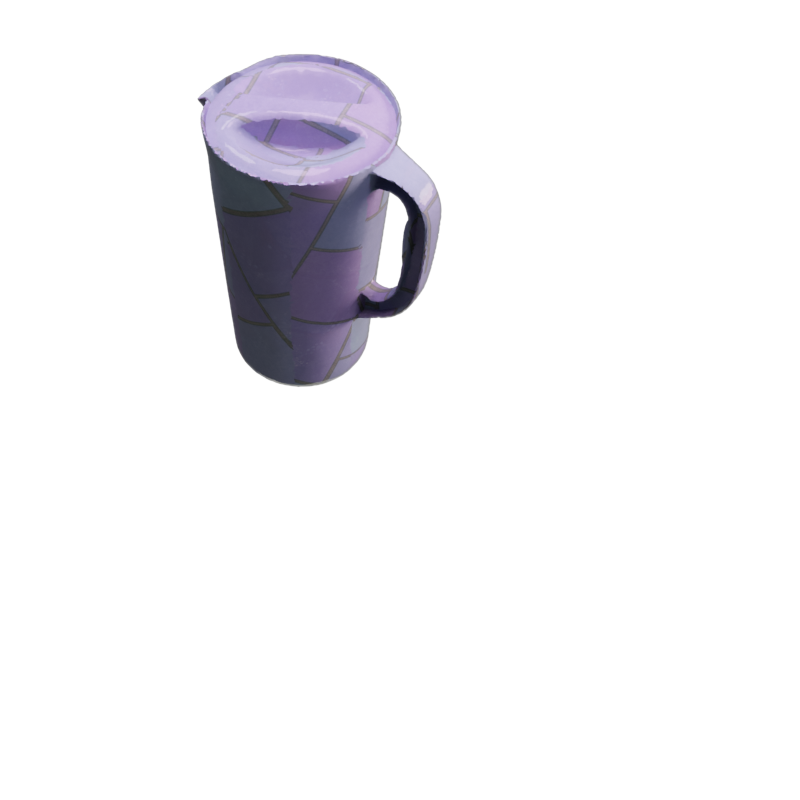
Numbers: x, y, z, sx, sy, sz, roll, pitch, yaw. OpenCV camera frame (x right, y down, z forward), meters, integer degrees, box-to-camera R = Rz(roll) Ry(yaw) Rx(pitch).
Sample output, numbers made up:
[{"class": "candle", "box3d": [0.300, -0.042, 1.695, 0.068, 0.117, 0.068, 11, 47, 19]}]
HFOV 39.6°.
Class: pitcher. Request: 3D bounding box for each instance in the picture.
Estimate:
[{"class": "pitcher", "box3d": [-0.063, -0.115, 0.808, 0.143, 0.161, 0.226, -9, -38, -11]}]
